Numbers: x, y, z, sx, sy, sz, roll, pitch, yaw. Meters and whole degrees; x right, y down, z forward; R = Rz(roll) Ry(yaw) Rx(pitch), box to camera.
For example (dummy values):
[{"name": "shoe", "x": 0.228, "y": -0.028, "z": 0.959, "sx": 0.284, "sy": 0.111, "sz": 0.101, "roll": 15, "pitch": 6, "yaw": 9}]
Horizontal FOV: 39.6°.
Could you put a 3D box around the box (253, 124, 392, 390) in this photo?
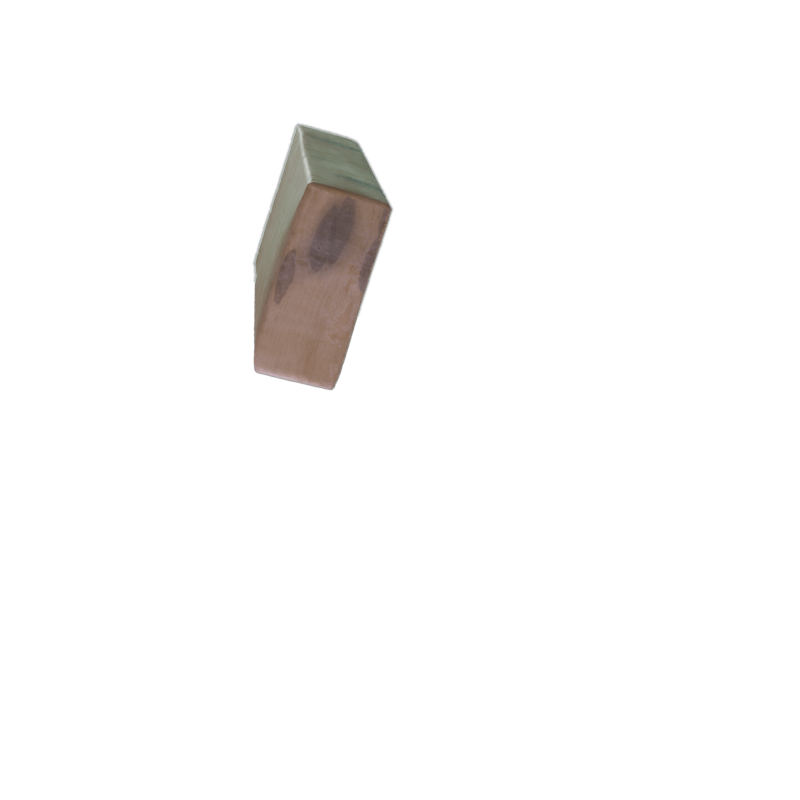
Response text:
[{"name": "box", "x": -0.045, "y": -0.082, "z": 0.574, "sx": 0.047, "sy": 0.091, "sz": 0.184, "roll": 16, "pitch": 19, "yaw": -10}]
